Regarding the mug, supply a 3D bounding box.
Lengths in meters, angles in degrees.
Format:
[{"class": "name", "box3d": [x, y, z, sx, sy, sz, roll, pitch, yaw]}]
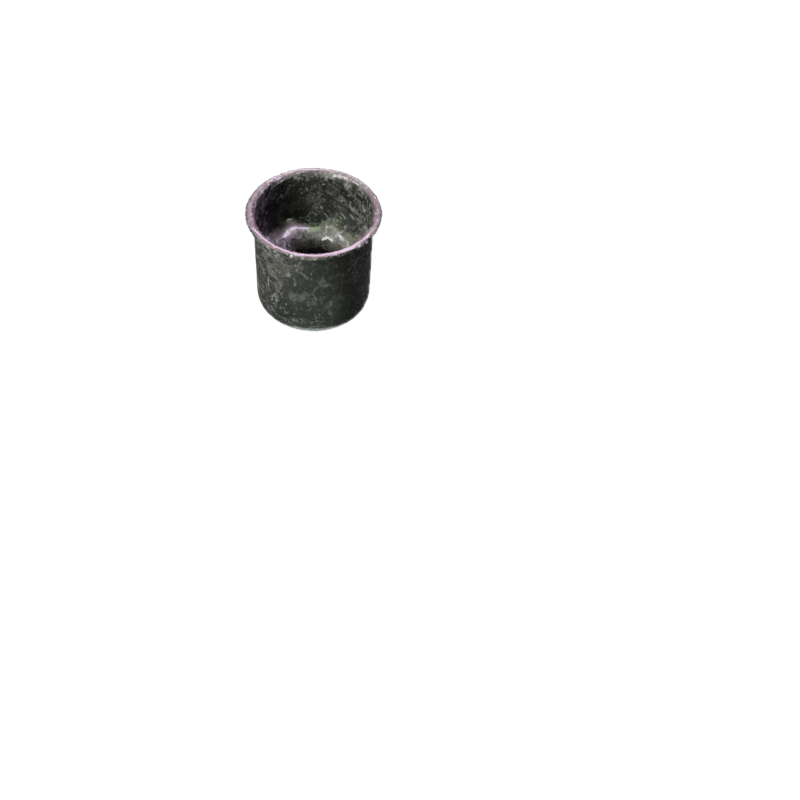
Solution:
[{"class": "mug", "box3d": [-0.062, -0.112, 0.788, 0.093, 0.126, 0.076, -1, -43, -3]}]
